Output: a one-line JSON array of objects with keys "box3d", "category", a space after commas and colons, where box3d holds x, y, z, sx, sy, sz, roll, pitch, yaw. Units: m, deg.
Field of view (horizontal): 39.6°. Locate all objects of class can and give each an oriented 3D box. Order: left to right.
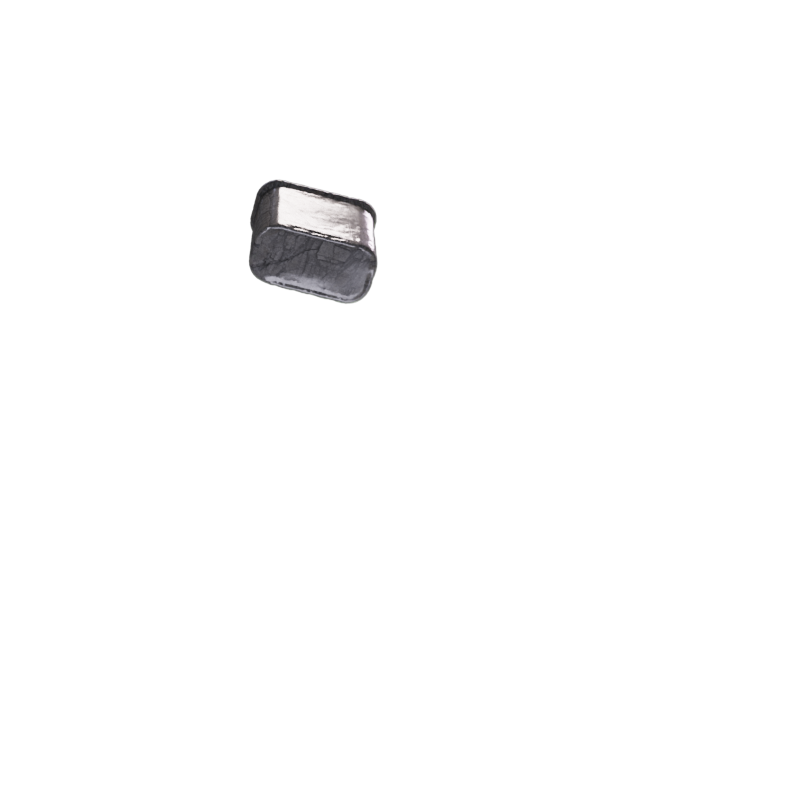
[{"box3d": [-0.069, -0.125, 0.878, 0.100, 0.055, 0.089, 13, 29, -9], "category": "can"}]
